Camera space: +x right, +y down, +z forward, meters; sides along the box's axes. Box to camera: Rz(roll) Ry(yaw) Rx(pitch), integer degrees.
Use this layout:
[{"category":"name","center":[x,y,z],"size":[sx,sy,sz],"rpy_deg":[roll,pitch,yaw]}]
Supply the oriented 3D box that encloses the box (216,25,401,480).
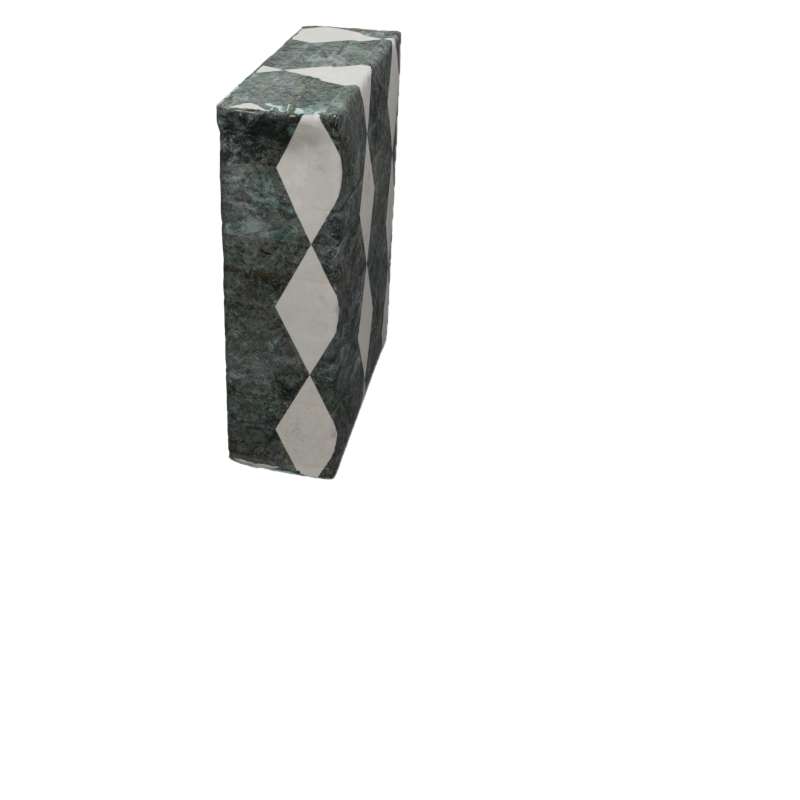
[{"category":"box","center":[-0.050,-0.091,0.640],"size":[0.073,0.202,0.171],"rpy_deg":[6,29,8]}]
